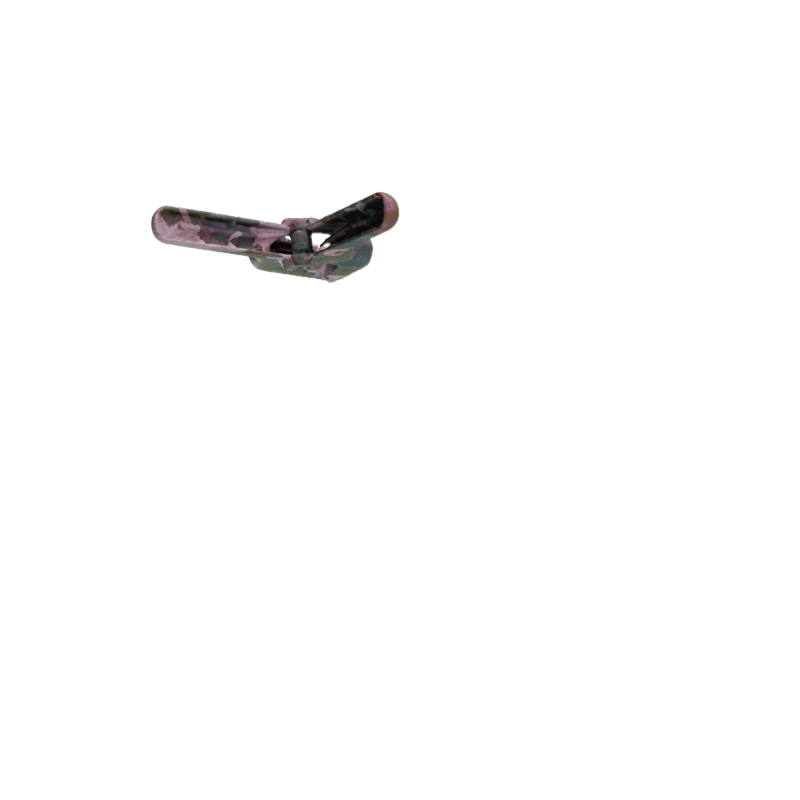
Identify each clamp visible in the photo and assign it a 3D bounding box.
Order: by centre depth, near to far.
[{"bbox_3d":[-0.063,-0.114,0.801,0.168,0.037,0.202,-1,-3,16],"label":"clamp"}]
